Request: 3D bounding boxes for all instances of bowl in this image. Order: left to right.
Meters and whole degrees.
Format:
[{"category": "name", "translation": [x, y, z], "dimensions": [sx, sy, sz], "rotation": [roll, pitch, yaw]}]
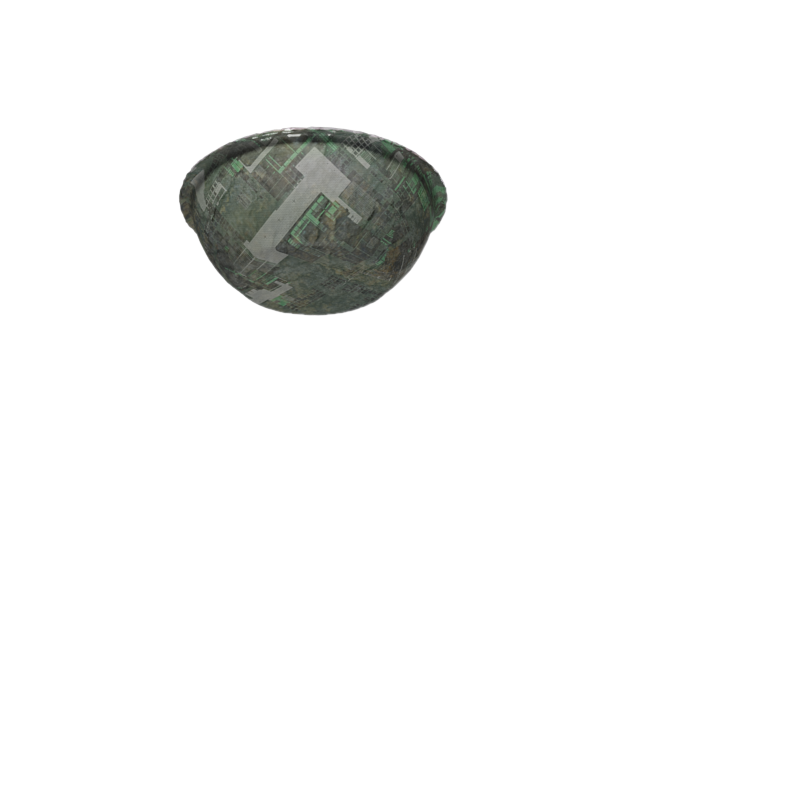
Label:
[{"category": "bowl", "translation": [-0.052, -0.094, 0.658], "dimensions": [0.162, 0.058, 0.153], "rotation": [1, -23, -2]}]
